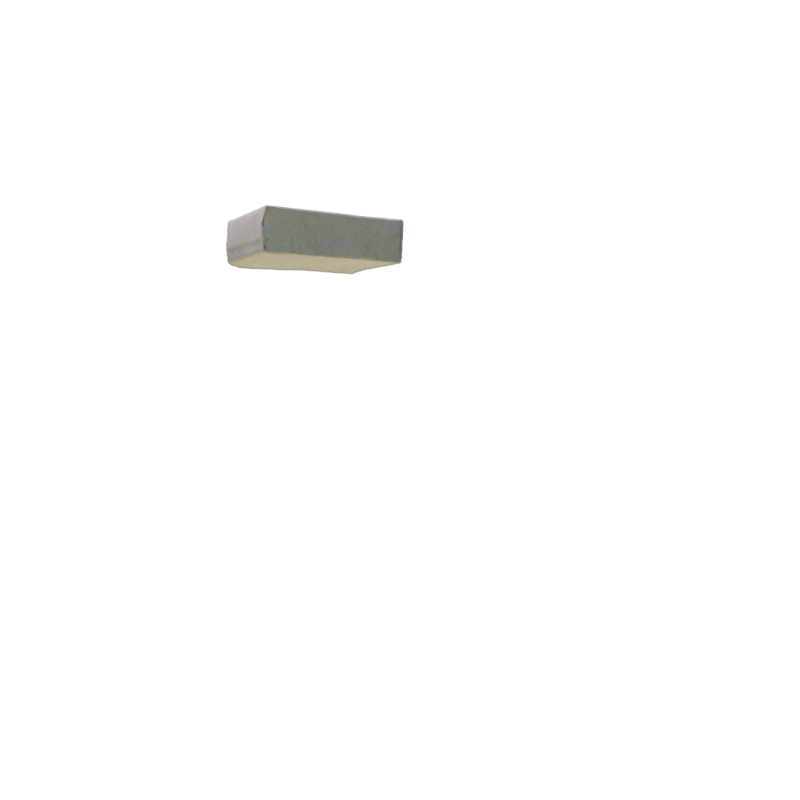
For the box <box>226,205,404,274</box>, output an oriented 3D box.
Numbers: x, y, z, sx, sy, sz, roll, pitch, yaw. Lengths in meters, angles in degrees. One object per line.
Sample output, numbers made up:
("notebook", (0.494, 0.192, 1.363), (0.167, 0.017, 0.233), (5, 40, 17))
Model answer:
("box", (-0.066, -0.120, 0.844), (0.110, 0.039, 0.092), (0, -1, -24))
